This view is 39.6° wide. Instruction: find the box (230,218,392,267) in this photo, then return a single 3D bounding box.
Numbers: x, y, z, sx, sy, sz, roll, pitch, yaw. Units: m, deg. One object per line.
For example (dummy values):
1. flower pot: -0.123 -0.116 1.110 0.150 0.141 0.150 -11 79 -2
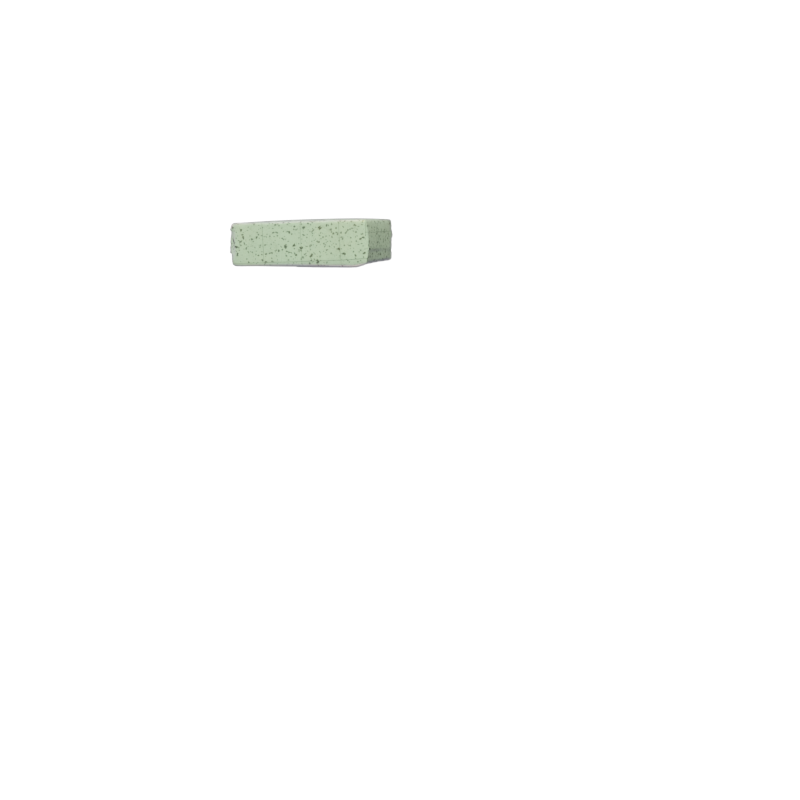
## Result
1. box: -0.071 -0.129 0.901 0.116 0.038 0.089 2 9 15
